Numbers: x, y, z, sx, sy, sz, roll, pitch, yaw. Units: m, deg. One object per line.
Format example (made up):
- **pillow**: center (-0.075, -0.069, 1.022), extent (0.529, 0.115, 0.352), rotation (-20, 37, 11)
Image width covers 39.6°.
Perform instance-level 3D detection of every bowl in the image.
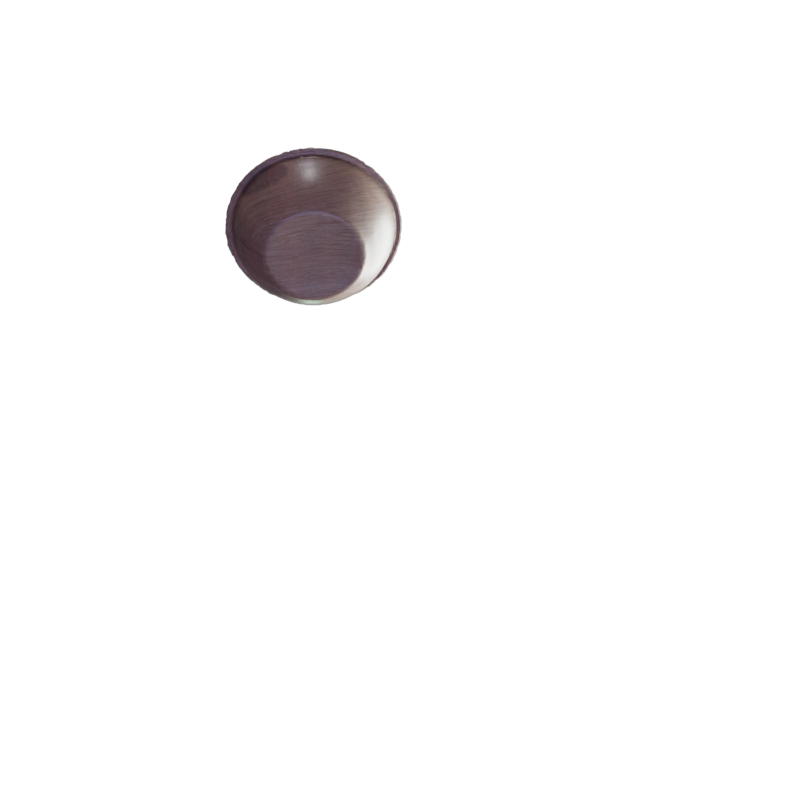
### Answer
- **bowl**: center (-0.078, -0.142, 0.992), extent (0.162, 0.152, 0.059), rotation (1, 31, -1)
